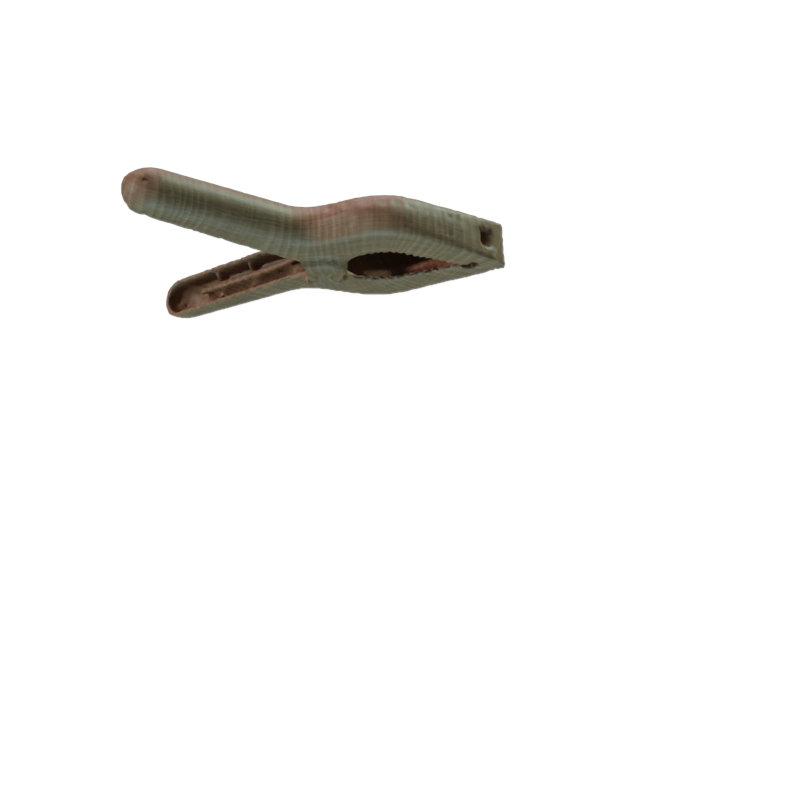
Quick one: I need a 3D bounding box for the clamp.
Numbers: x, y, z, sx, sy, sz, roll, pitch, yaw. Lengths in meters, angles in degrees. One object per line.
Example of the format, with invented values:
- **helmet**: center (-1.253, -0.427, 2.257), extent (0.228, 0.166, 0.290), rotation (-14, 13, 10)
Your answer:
- **clamp**: center (-0.048, -0.088, 0.619), extent (0.212, 0.038, 0.155), rotation (-2, -18, 7)
